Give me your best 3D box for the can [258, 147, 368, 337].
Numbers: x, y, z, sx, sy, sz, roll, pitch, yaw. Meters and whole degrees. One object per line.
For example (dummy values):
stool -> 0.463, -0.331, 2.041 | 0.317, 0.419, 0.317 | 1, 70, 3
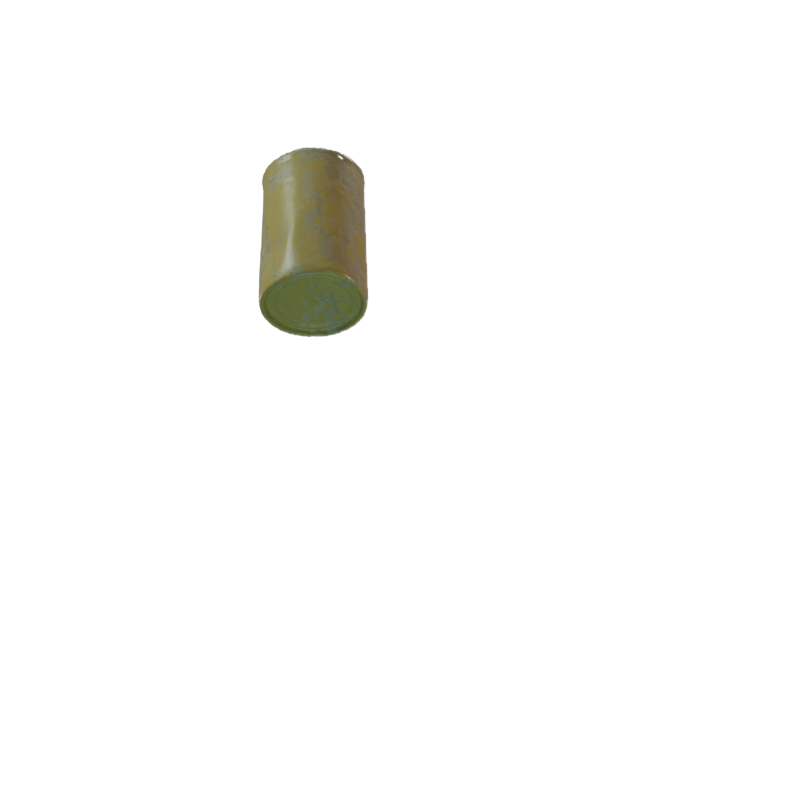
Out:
can -> -0.055, -0.100, 0.699 | 0.068, 0.110, 0.064 | -1, -37, -3
